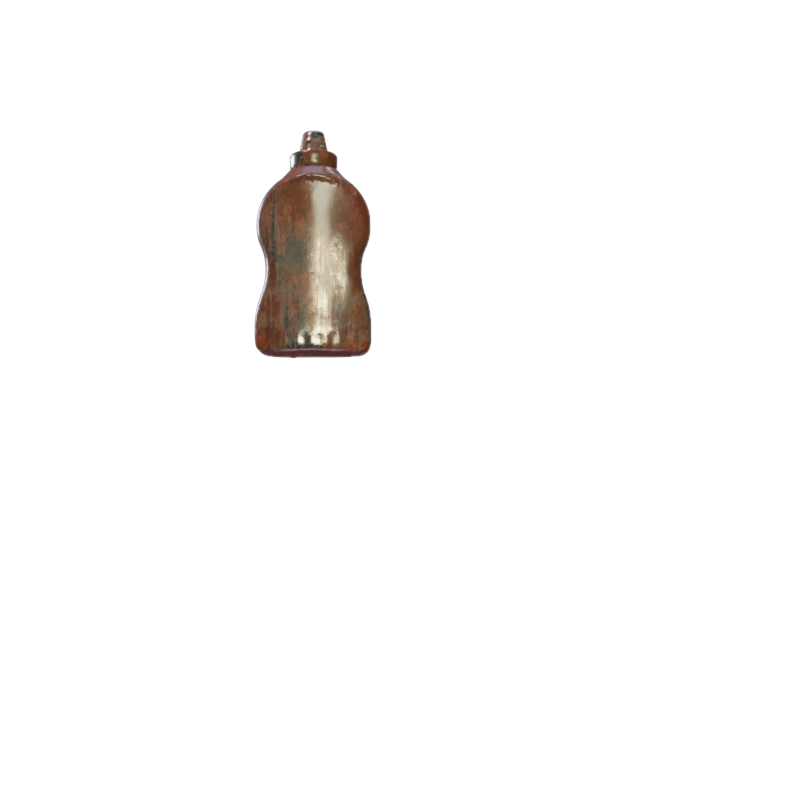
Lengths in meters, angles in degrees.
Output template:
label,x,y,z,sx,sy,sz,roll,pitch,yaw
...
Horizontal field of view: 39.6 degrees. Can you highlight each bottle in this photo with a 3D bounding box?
label,x,y,z,sx,sy,sz,roll,pitch,yaw
bottle,-0.073,-0.133,0.935,0.096,0.197,0.056,-1,-11,3
